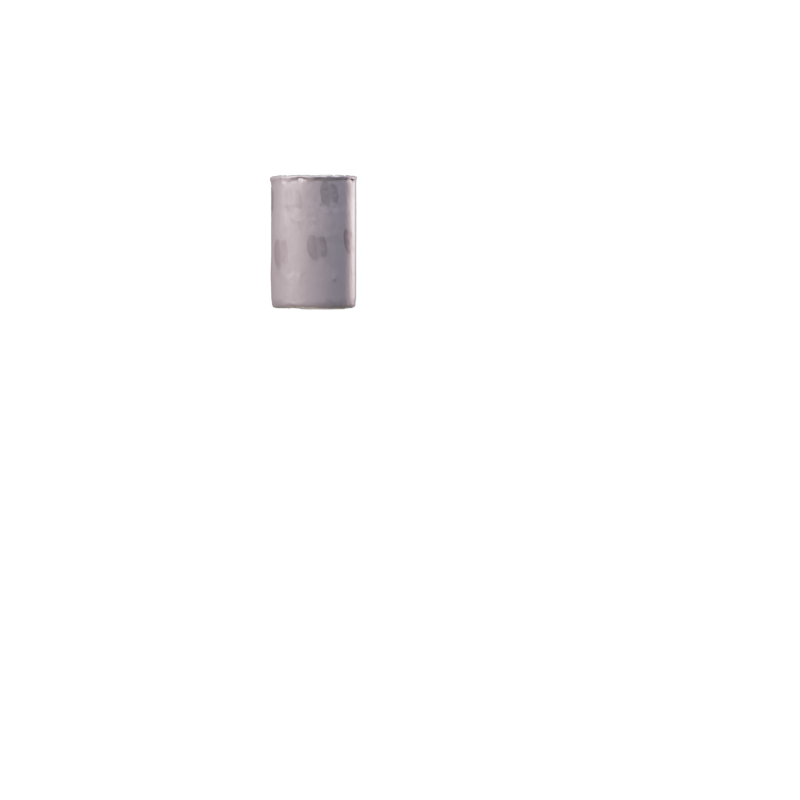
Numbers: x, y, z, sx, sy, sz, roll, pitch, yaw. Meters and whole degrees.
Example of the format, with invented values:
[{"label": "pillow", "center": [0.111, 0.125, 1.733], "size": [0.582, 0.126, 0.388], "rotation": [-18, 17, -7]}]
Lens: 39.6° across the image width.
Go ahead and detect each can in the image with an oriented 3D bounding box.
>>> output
[{"label": "can", "center": [-0.068, -0.123, 0.864], "size": [0.068, 0.102, 0.069], "rotation": [0, 3, -2]}]
